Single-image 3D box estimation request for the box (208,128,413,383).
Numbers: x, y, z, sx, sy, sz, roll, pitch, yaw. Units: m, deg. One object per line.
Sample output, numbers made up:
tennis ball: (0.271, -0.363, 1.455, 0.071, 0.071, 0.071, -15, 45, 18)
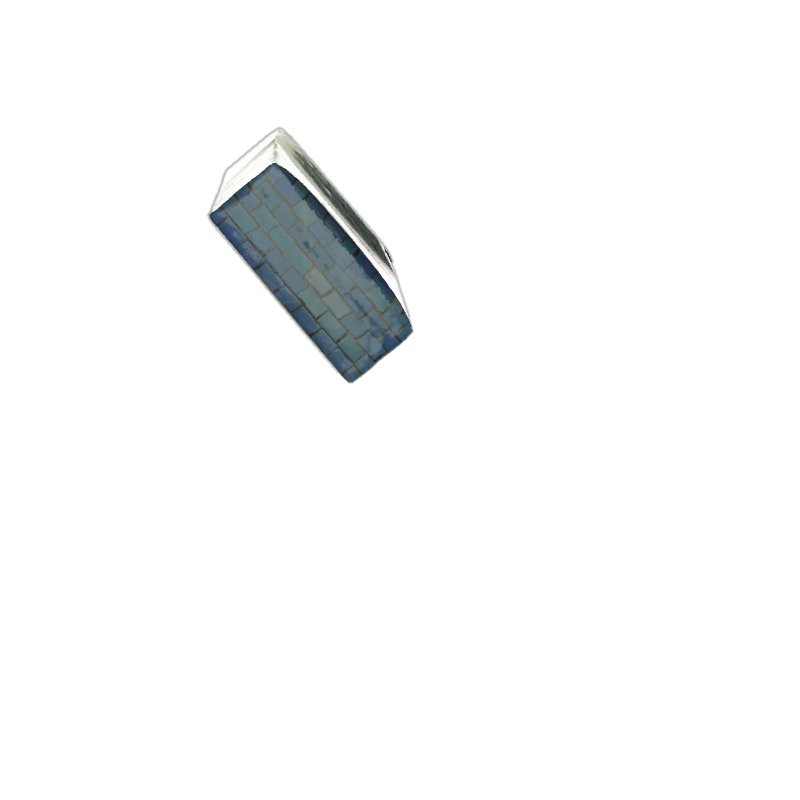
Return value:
box: (-0.069, -0.127, 0.887, 0.071, 0.159, 0.222, -38, 16, 9)
